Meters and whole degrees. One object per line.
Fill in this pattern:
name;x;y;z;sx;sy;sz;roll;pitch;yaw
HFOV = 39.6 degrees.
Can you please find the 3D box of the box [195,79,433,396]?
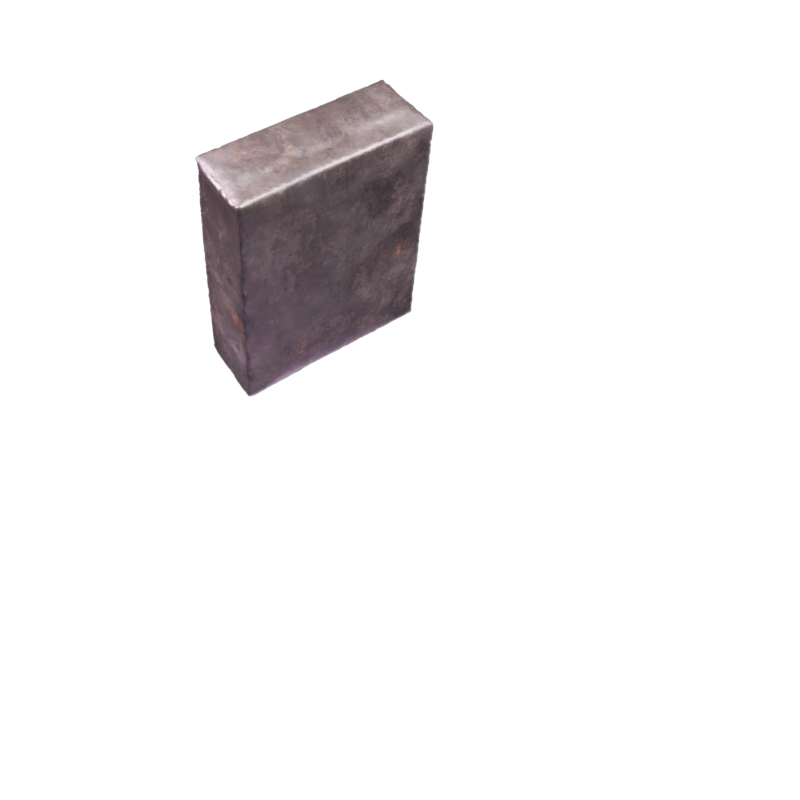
box;-0.067;-0.121;0.850;0.164;0.077;0.199;-28;-32;-23
